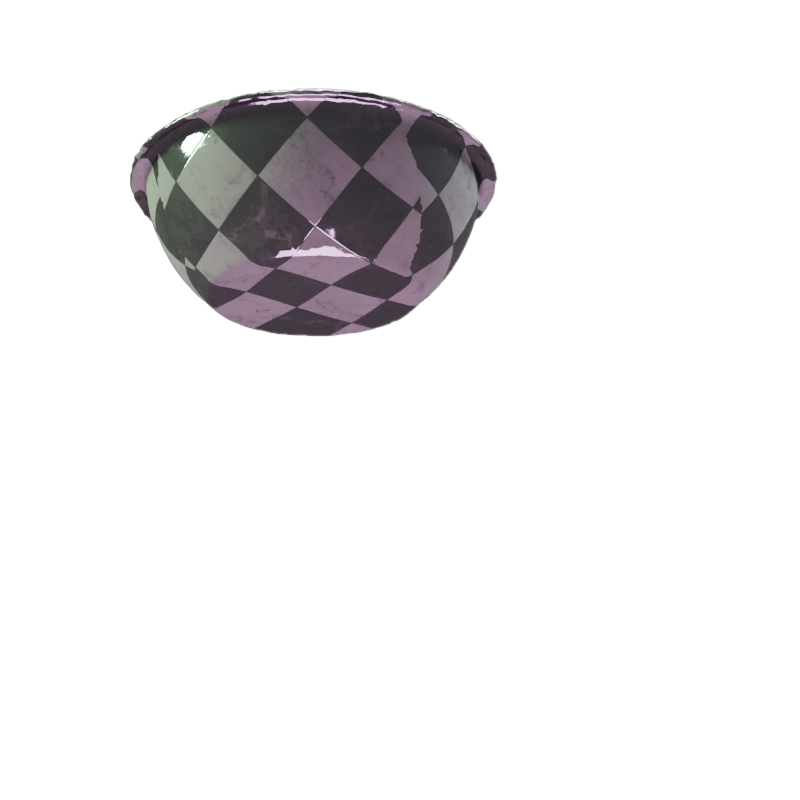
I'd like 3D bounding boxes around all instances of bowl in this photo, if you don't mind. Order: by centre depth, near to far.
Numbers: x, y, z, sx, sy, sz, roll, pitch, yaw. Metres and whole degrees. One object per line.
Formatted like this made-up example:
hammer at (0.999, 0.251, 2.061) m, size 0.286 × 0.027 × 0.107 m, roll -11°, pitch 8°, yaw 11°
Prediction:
bowl at (-0.038, -0.069, 0.483) m, size 0.162 × 0.058 × 0.154 m, roll 0°, pitch -19°, yaw -2°
